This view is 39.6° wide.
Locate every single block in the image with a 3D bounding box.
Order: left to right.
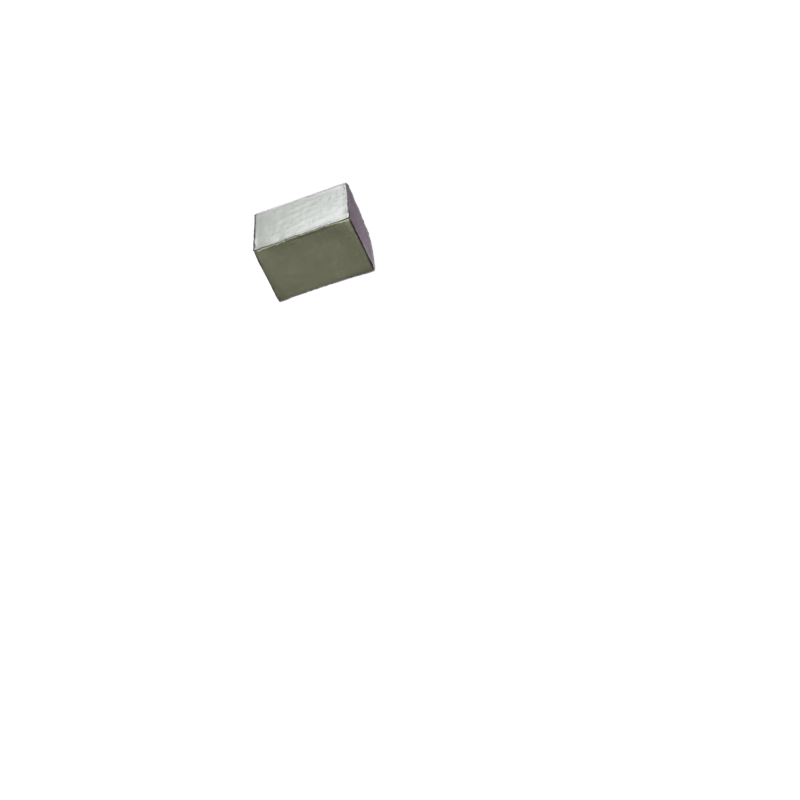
[{"bbox_3d":[-0.064,-0.117,0.823,0.078,0.049,0.055,-17,37,11],"label":"block"}]
